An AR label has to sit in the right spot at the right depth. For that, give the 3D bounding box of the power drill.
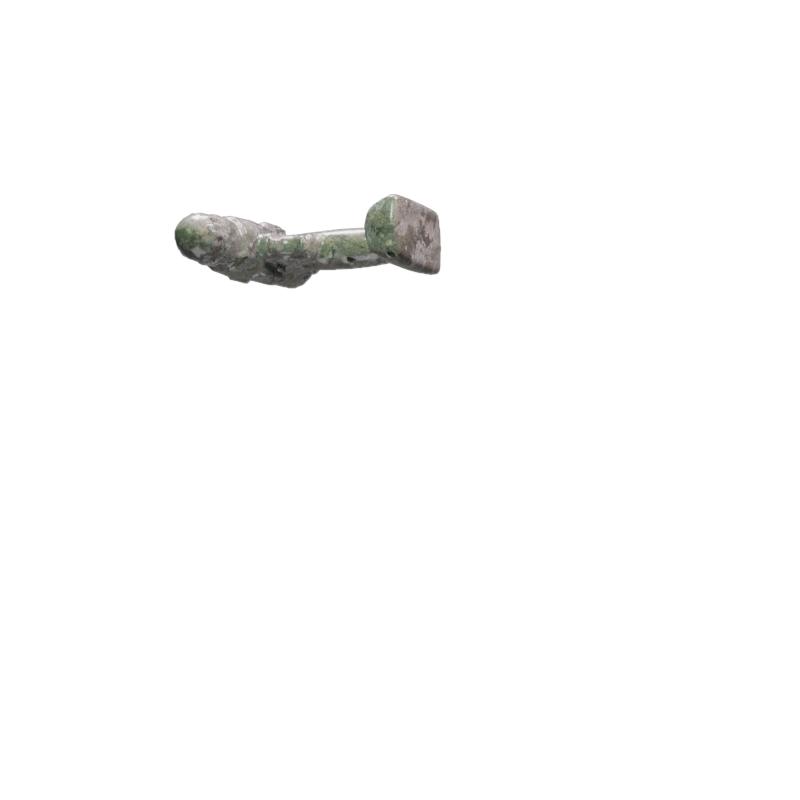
[{"bbox_3d":[-0.073,-0.134,0.936,0.193,0.058,0.177,-1,-2,27],"label":"power drill"}]
